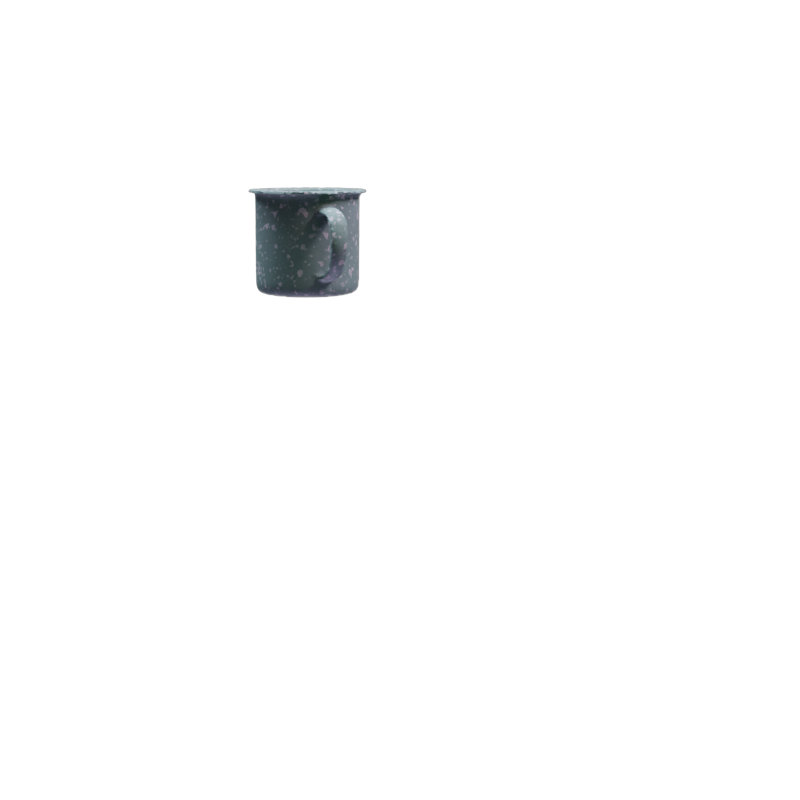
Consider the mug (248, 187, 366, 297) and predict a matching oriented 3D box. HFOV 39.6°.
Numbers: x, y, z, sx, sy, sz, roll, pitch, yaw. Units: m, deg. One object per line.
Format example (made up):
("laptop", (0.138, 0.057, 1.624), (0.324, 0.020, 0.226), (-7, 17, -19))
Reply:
("mug", (-0.068, -0.123, 0.863), (0.091, 0.080, 0.122), (-4, 11, -25))
